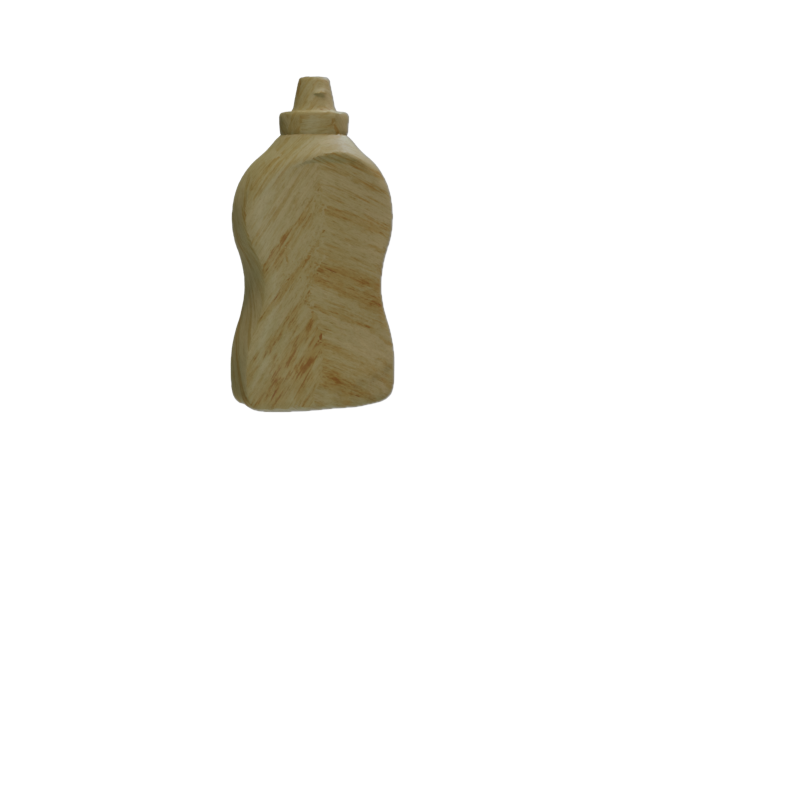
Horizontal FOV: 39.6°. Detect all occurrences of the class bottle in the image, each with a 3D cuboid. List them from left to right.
[{"bbox_3d":[-0.051,-0.093,0.652,0.093,0.190,0.060,-2,4,-23],"label":"bottle"}]
